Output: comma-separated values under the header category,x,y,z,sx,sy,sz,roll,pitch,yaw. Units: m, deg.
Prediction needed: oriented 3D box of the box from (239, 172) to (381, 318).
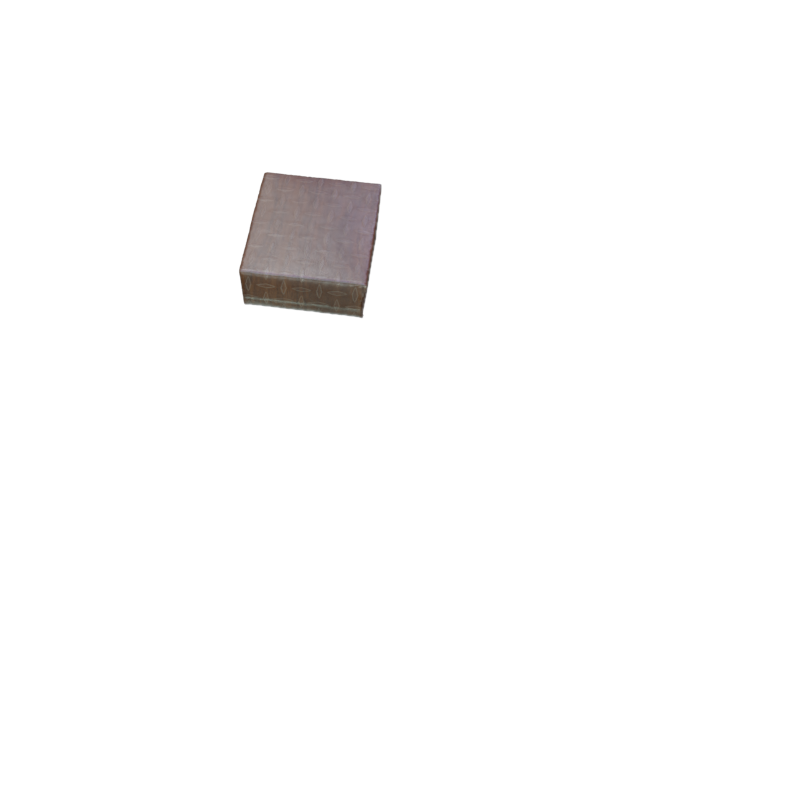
category,x,y,z,sx,sy,sz,roll,pitch,yaw
box,-0.063,-0.115,0.805,0.090,0.121,0.036,5,-41,3
